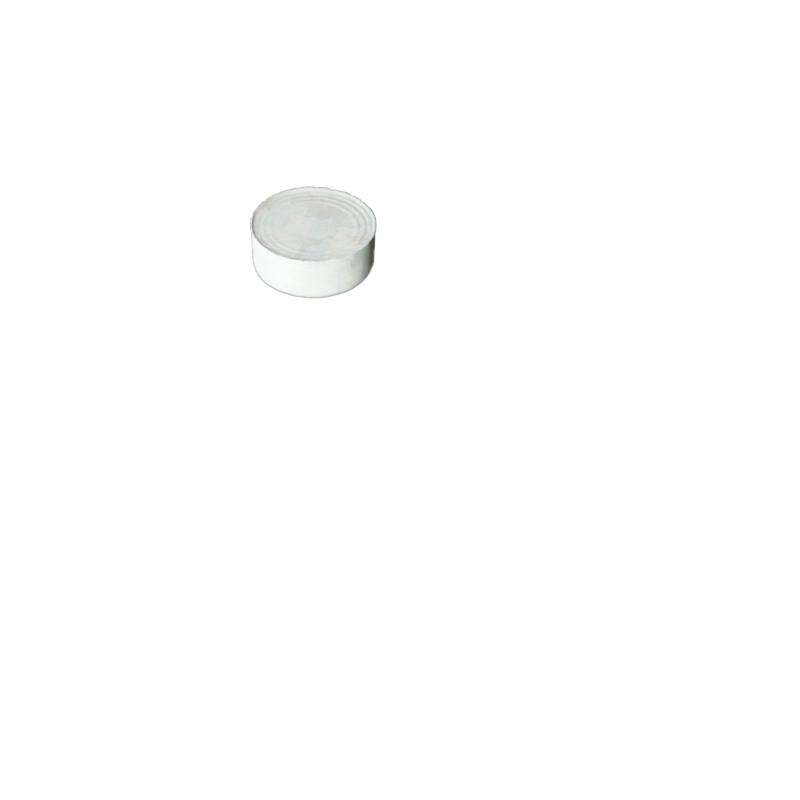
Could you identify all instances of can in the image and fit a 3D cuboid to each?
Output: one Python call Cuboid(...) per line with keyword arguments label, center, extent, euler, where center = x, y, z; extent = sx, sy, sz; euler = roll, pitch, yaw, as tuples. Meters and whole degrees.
Cuboid(label="can", center=(-0.059, -0.108, 0.756), extent=(0.086, 0.031, 0.092), euler=(-1, 42, -2))
